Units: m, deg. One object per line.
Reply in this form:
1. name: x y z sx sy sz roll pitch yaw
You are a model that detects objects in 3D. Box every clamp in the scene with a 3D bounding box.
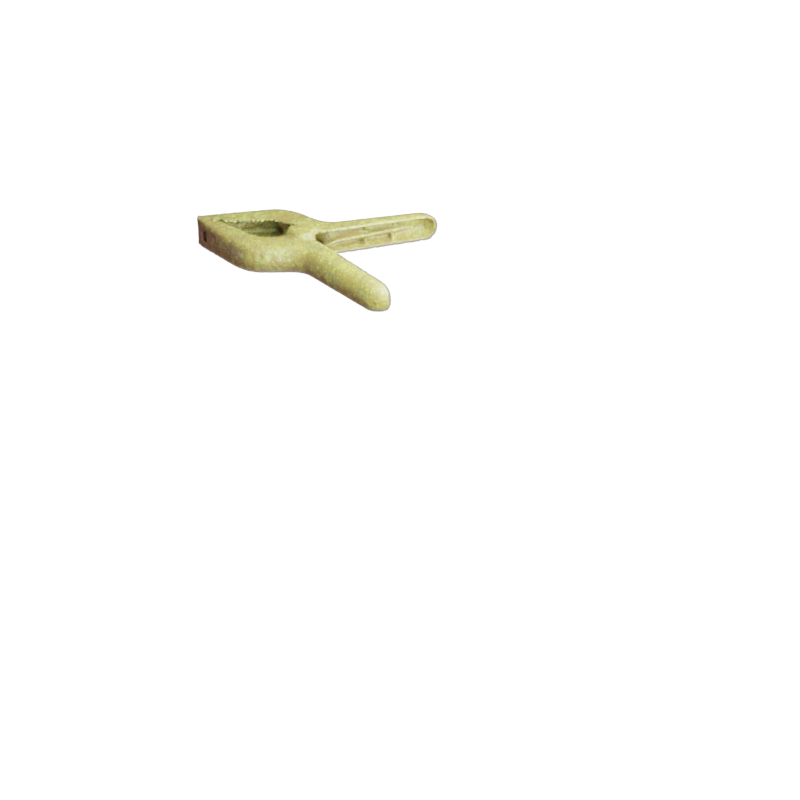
1. clamp: -0.077 -0.140 0.979 0.218 0.034 0.168 13 33 21
